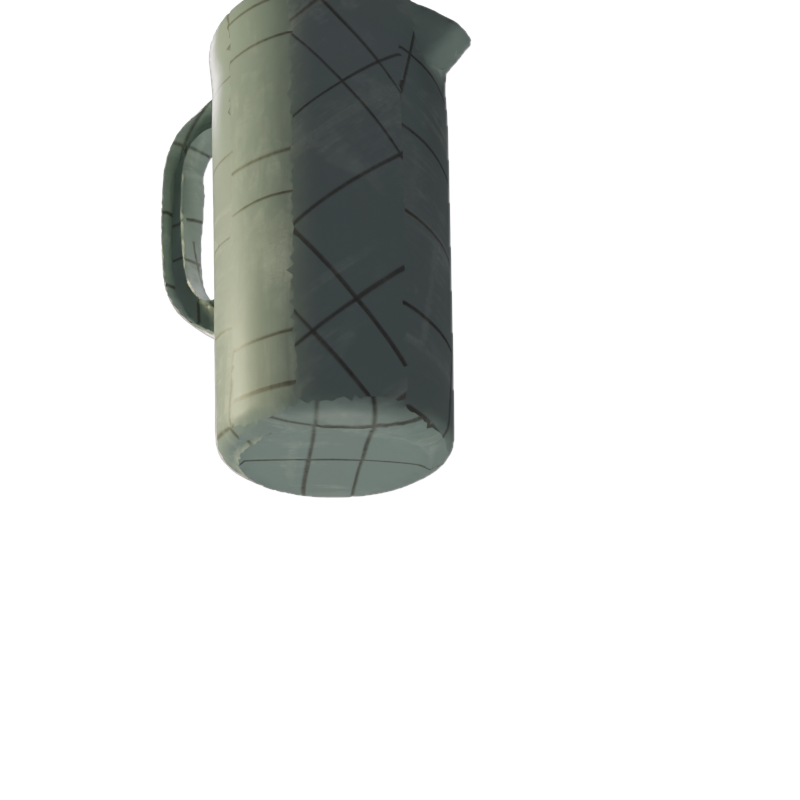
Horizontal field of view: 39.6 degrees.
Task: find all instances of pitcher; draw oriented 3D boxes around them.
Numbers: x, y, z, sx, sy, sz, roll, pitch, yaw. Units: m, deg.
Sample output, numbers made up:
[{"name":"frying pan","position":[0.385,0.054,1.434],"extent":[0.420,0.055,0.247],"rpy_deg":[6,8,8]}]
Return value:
[{"name":"pitcher","position":[-0.044,-0.080,0.563],"extent":[0.142,0.259,0.143],"rpy_deg":[7,-30,-16]}]
